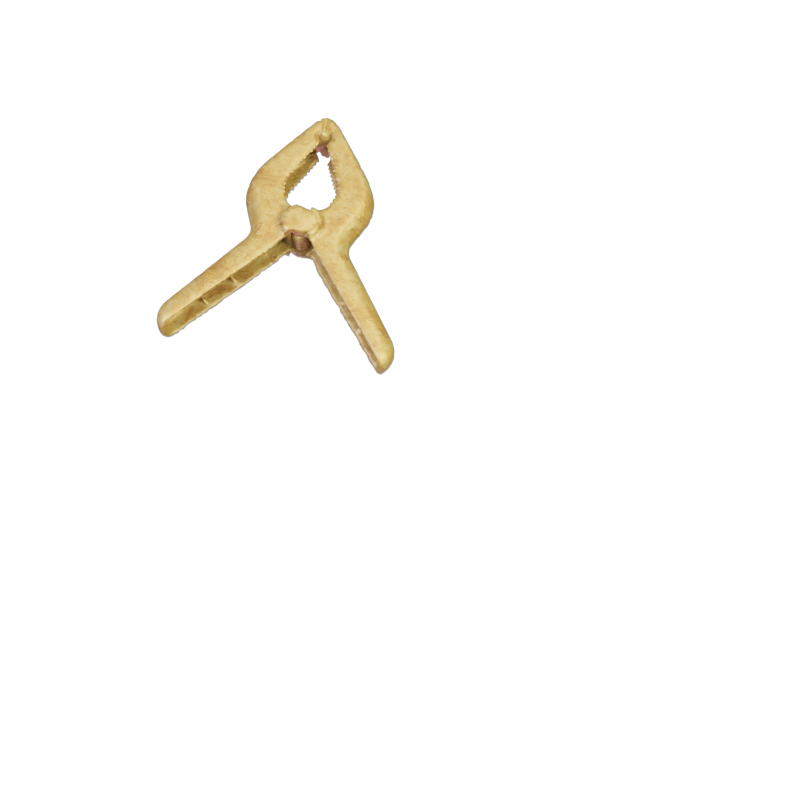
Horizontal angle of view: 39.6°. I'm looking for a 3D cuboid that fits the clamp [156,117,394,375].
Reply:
[{"bbox_3d":[-0.063,-0.115,0.802,0.168,0.220,0.034,15,-31,9],"label":"clamp"}]
